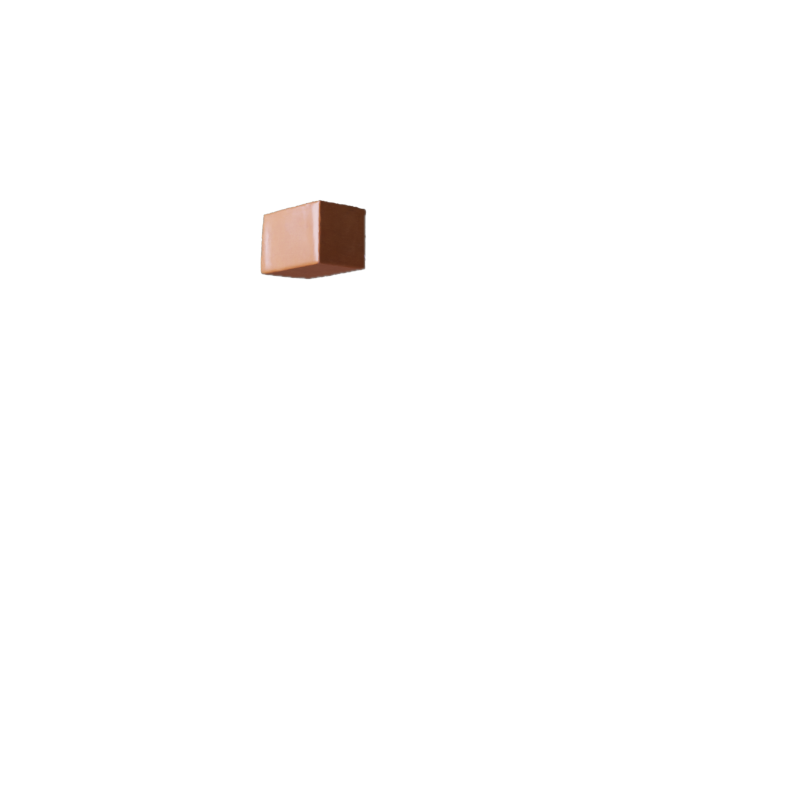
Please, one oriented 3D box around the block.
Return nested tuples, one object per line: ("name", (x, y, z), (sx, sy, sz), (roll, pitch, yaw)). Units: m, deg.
("block", (-0.072, -0.131, 0.919), (0.050, 0.052, 0.080), (6, -7, -42))
